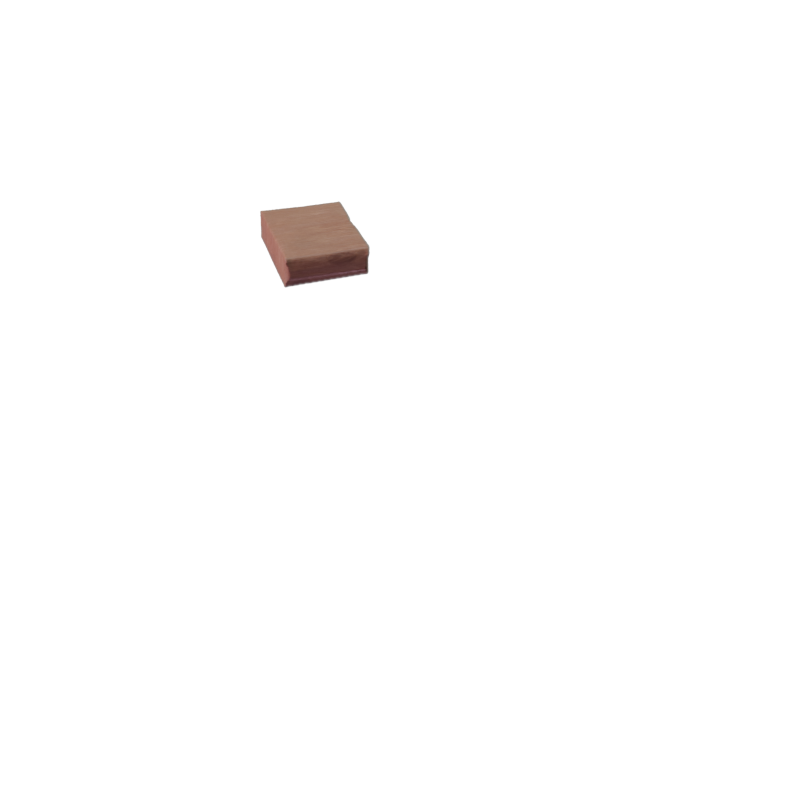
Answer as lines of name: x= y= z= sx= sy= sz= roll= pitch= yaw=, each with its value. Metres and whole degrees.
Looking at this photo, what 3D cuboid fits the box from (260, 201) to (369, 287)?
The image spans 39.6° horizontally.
box: x=-0.073 y=-0.134 z=0.938 sx=0.072 sy=0.028 sz=0.096 roll=-10 pitch=36 yaw=-14
